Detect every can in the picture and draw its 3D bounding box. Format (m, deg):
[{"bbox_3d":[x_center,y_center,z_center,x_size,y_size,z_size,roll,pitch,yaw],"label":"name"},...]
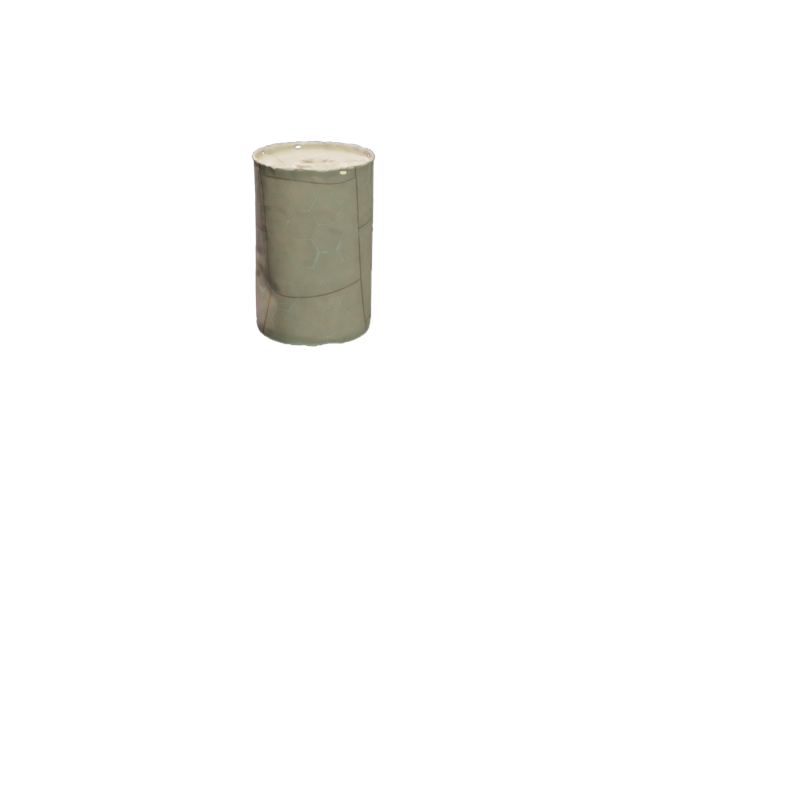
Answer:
[{"bbox_3d":[-0.049,-0.089,0.625,0.068,0.098,0.072,0,20,-2],"label":"can"}]
